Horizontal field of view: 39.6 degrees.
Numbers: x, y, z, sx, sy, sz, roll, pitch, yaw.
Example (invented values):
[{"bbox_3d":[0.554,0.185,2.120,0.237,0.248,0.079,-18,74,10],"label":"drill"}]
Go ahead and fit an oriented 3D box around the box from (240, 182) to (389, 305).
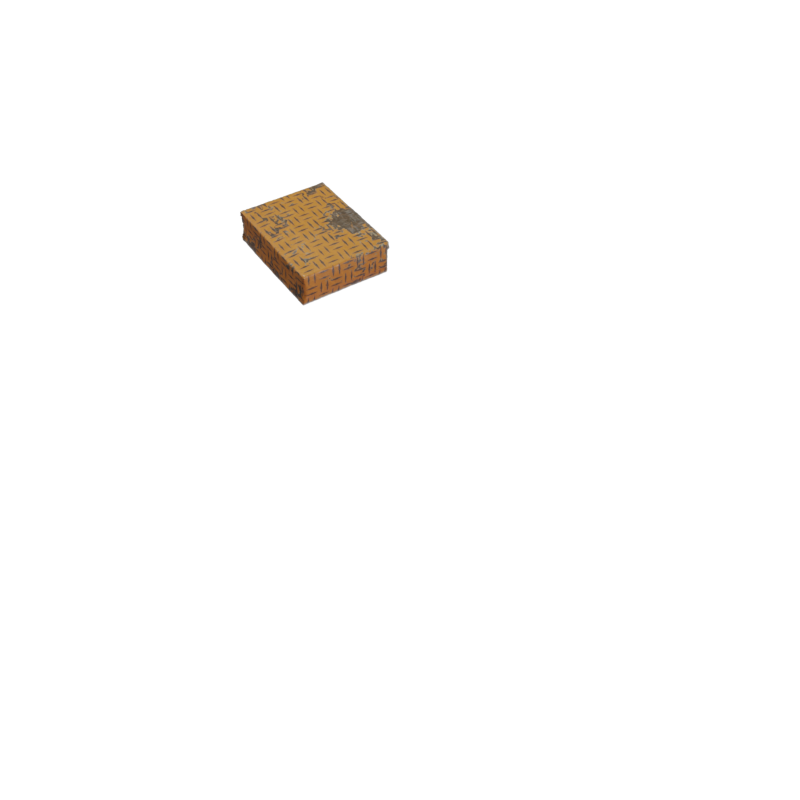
[{"bbox_3d":[-0.078,-0.142,0.993,0.089,0.036,0.122,-23,46,-25],"label":"box"}]
